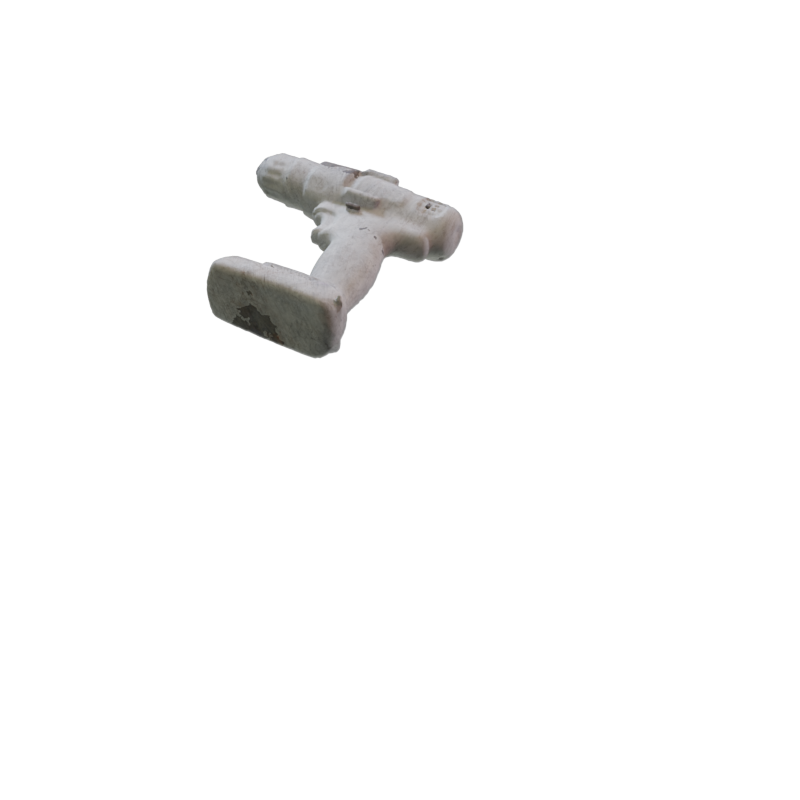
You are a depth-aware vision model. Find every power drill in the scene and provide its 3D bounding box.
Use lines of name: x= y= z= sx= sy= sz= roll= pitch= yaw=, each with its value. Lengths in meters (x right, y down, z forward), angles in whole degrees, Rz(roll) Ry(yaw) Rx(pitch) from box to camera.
power drill: x=-0.067 y=-0.122 z=0.856 sx=0.193 sy=0.054 sz=0.193 roll=20 pitch=44 yaw=21
